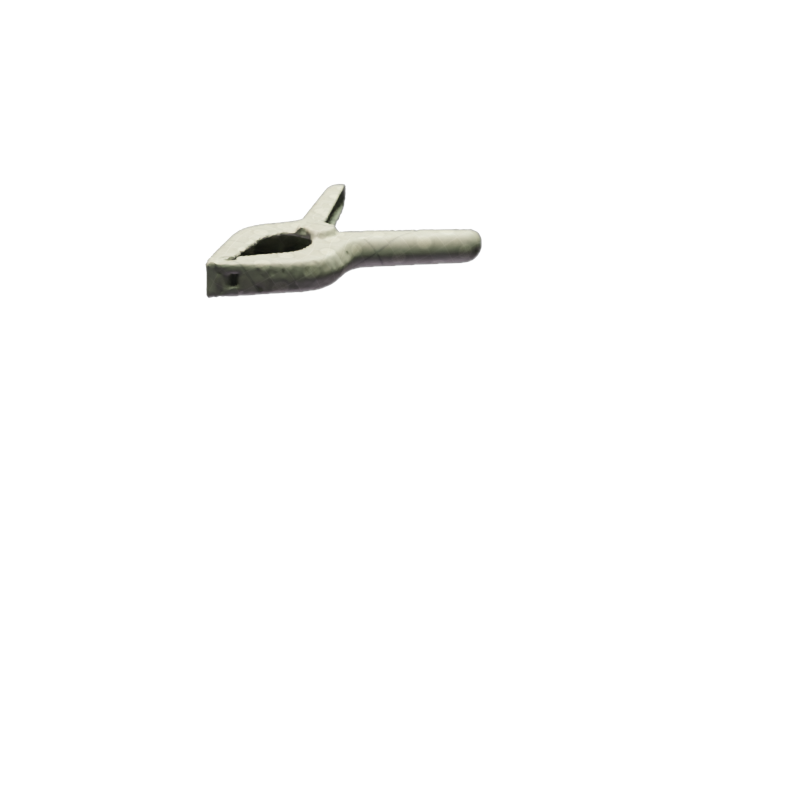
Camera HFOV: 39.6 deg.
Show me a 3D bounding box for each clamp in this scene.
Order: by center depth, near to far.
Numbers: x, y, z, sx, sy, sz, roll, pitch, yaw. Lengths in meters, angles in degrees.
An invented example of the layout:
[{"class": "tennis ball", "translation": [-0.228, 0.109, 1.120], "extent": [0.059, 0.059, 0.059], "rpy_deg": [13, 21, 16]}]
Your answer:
[{"class": "clamp", "translation": [-0.067, -0.121, 0.850], "extent": [0.206, 0.034, 0.176], "rpy_deg": [-19, 33, -32]}]
